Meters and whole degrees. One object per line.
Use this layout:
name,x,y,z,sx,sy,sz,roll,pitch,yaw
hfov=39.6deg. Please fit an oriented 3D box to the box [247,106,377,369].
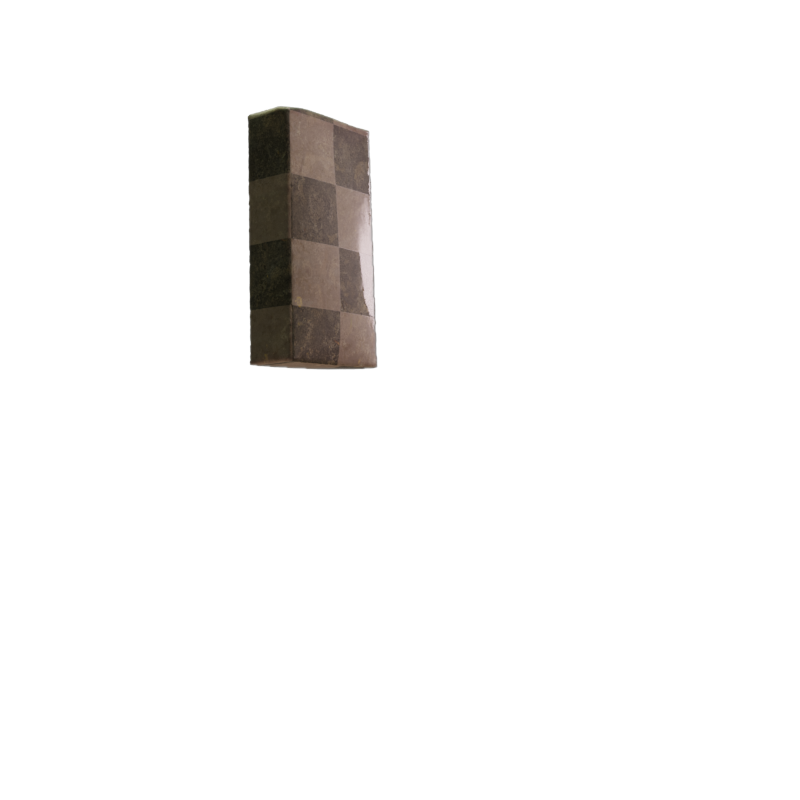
box,-0.061,-0.111,0.777,0.049,0.180,0.089,-8,-11,39
